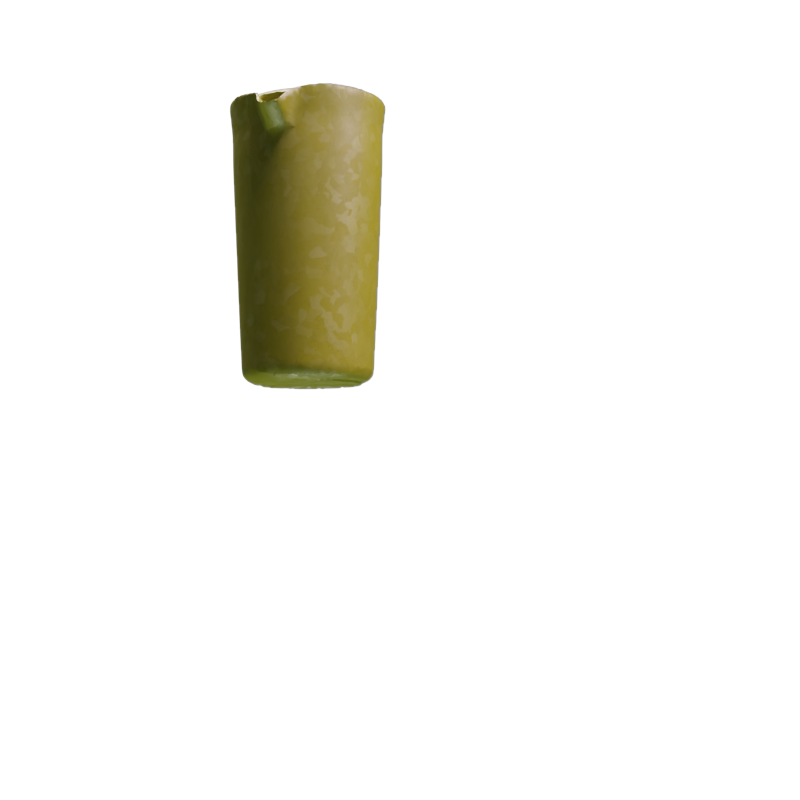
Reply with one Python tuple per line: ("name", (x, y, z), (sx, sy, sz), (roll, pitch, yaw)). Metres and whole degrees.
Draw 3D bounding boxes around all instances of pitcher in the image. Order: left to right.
("pitcher", (-0.073, -0.134, 0.937), (0.144, 0.250, 0.146), (4, -11, -26))
